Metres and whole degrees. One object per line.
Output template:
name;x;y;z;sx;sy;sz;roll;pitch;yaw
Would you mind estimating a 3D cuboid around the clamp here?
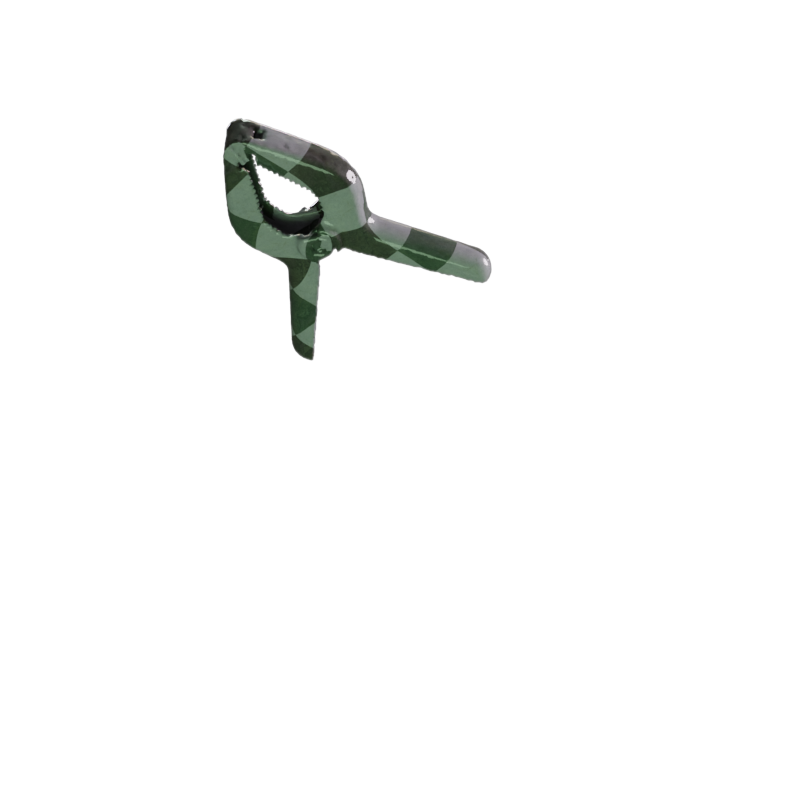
clamp;-0.060;-0.110;0.770;0.164;0.039;0.196;-31;-52;27
